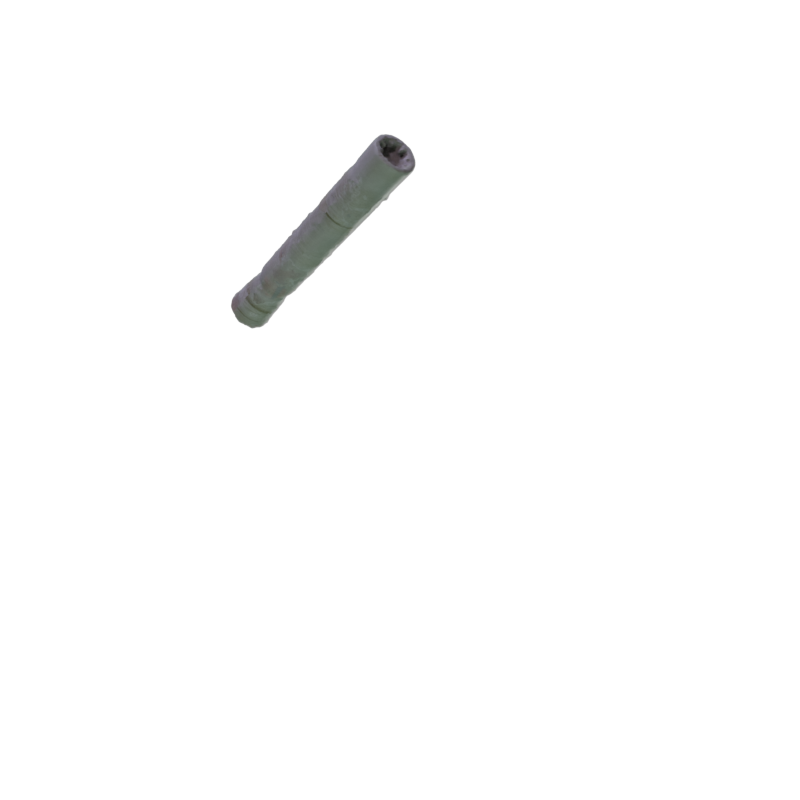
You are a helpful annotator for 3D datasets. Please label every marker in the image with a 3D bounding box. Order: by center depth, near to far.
[{"bbox_3d":[-0.036,-0.065,0.454,0.019,0.021,0.118,-2,-27,-41],"label":"marker"}]
